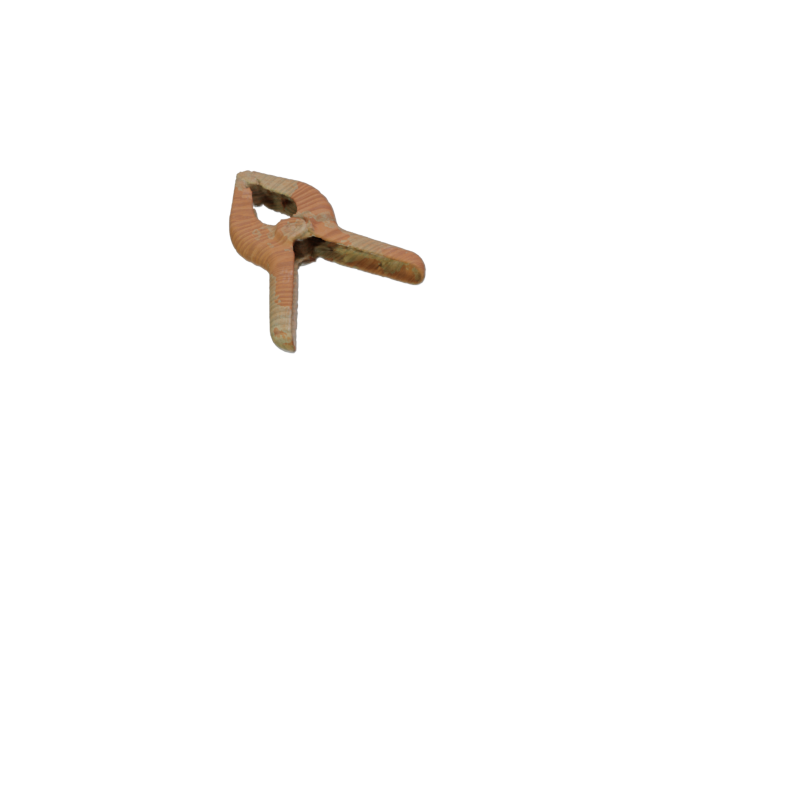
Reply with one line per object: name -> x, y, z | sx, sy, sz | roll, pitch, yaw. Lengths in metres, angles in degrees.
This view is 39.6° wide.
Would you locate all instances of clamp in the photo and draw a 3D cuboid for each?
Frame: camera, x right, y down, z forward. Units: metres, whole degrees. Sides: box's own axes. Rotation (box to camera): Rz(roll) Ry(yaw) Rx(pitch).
clamp -> -0.063, -0.115, 0.808 | 0.119, 0.185, 0.036 | -18, -38, -16
